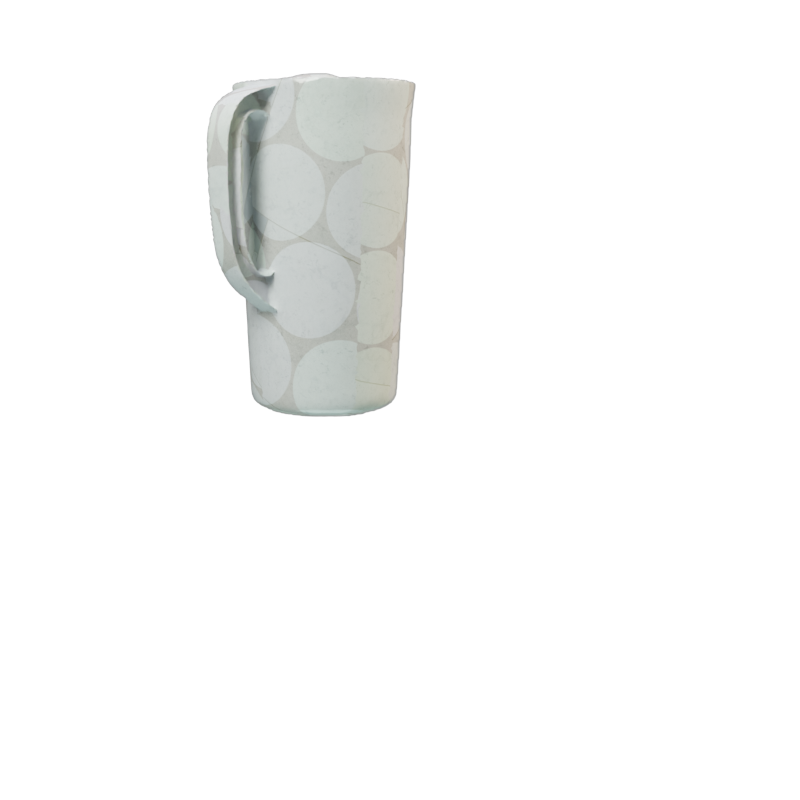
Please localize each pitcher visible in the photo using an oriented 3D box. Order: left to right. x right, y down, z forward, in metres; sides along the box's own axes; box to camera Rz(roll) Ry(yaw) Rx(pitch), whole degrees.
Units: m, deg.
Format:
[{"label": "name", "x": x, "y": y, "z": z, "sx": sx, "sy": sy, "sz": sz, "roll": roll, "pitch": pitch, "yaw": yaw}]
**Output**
[{"label": "pitcher", "x": -0.063, "y": -0.115, "z": 0.807, "sx": 0.148, "sy": 0.241, "sz": 0.147, "roll": 0, "pitch": 5, "yaw": -5}]
